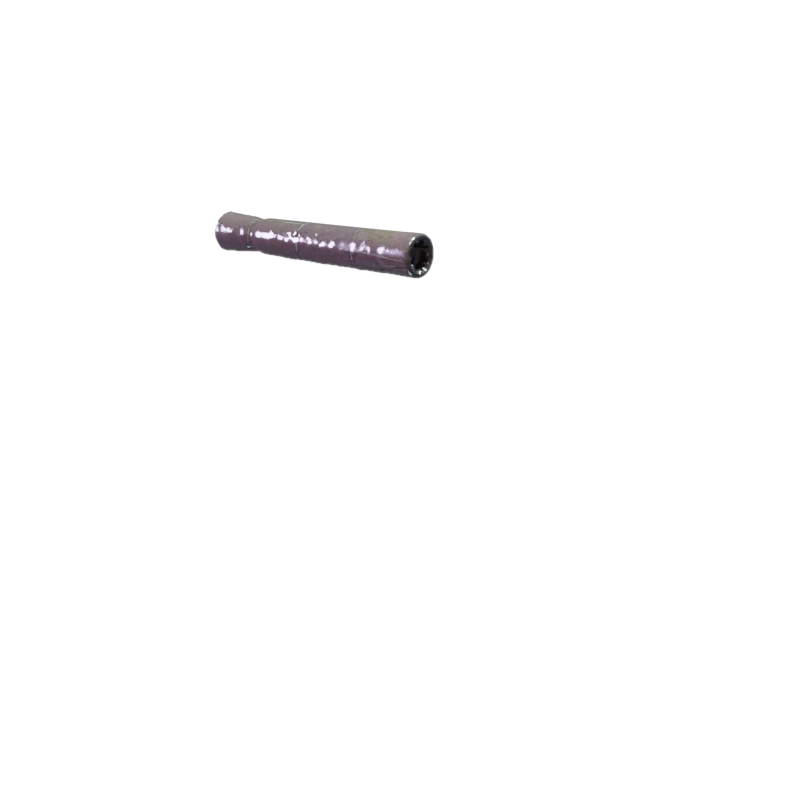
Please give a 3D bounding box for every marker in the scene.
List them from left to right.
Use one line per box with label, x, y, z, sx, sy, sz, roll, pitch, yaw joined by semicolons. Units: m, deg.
marker;-0.039;-0.071;0.495;0.127;0.019;0.019;14;12;40
